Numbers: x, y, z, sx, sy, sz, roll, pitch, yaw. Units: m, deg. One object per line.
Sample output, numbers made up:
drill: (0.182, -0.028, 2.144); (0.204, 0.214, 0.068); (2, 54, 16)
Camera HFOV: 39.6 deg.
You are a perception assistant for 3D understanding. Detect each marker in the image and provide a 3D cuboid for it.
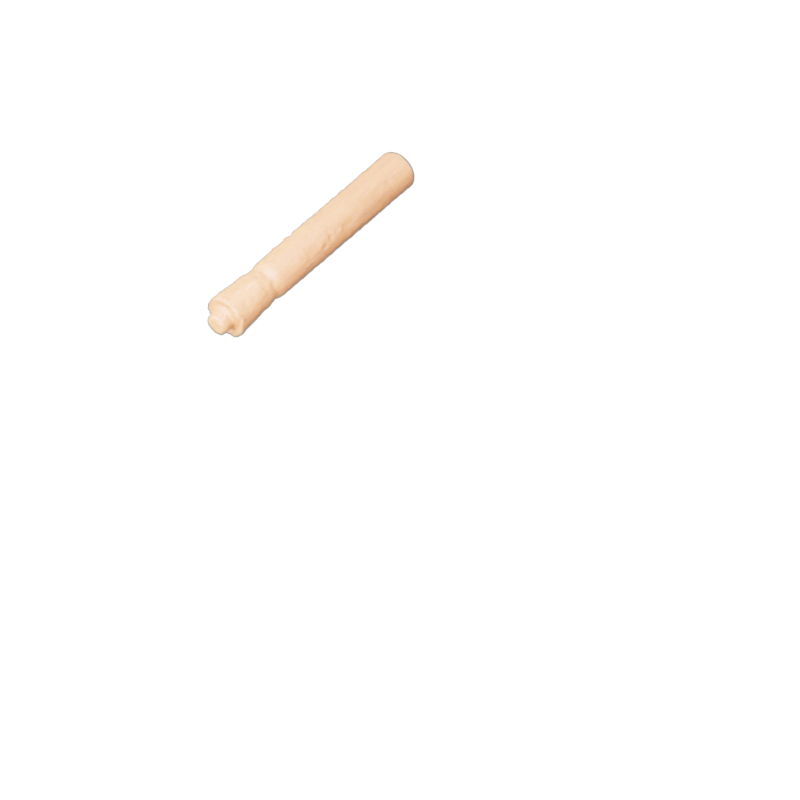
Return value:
marker: (-0.036, -0.066, 0.464); (0.021, 0.019, 0.123); (3, 40, 45)
